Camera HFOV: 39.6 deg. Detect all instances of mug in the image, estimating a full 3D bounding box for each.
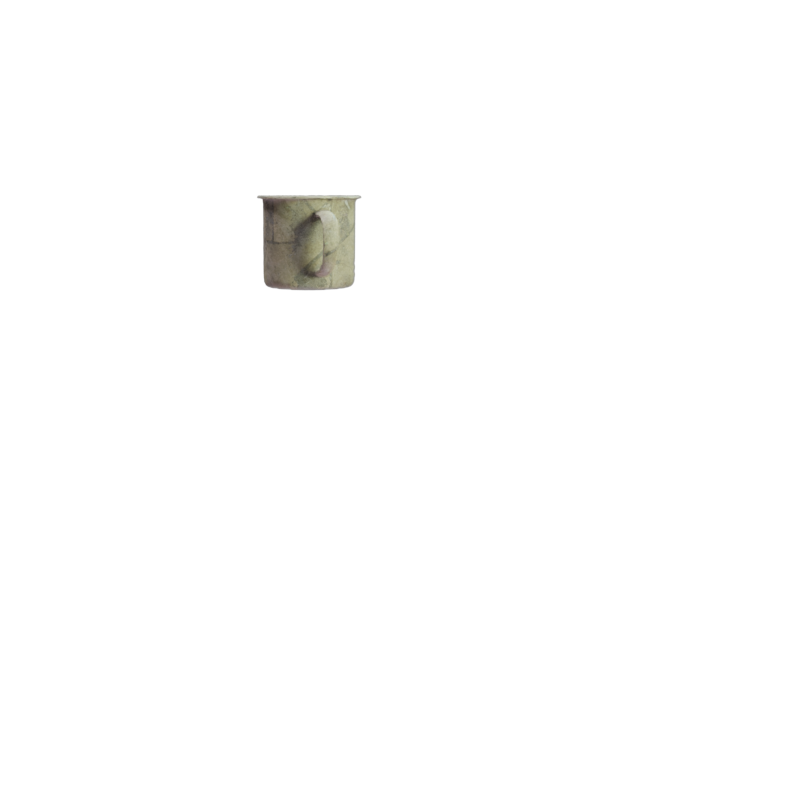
[{"bbox_3d":[-0.076,-0.139,0.975,0.091,0.081,0.122,-3,9,-21],"label":"mug"}]
